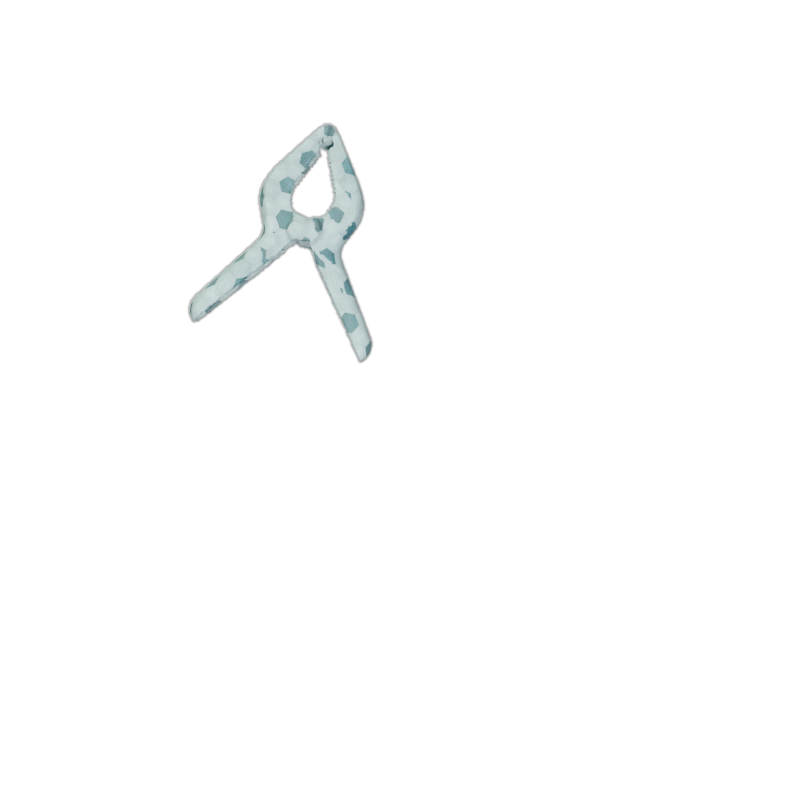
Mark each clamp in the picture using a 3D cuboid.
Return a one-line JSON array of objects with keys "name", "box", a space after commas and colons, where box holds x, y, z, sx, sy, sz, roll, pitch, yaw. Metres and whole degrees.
[{"name": "clamp", "box": [-0.078, -0.142, 0.997, 0.166, 0.214, 0.035, 20, -11, 4]}]
